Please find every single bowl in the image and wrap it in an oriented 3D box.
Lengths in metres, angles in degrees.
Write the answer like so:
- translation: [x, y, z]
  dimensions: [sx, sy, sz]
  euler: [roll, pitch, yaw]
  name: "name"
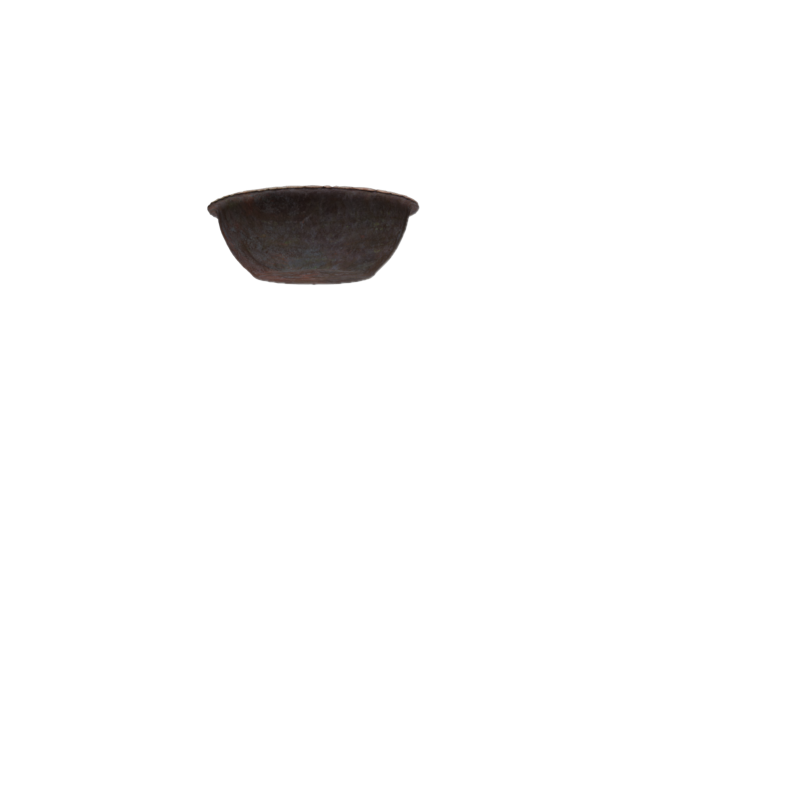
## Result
- translation: [-0.066, -0.120, 0.842]
  dimensions: [0.162, 0.056, 0.160]
  euler: [0, -2, -2]
  name: "bowl"
